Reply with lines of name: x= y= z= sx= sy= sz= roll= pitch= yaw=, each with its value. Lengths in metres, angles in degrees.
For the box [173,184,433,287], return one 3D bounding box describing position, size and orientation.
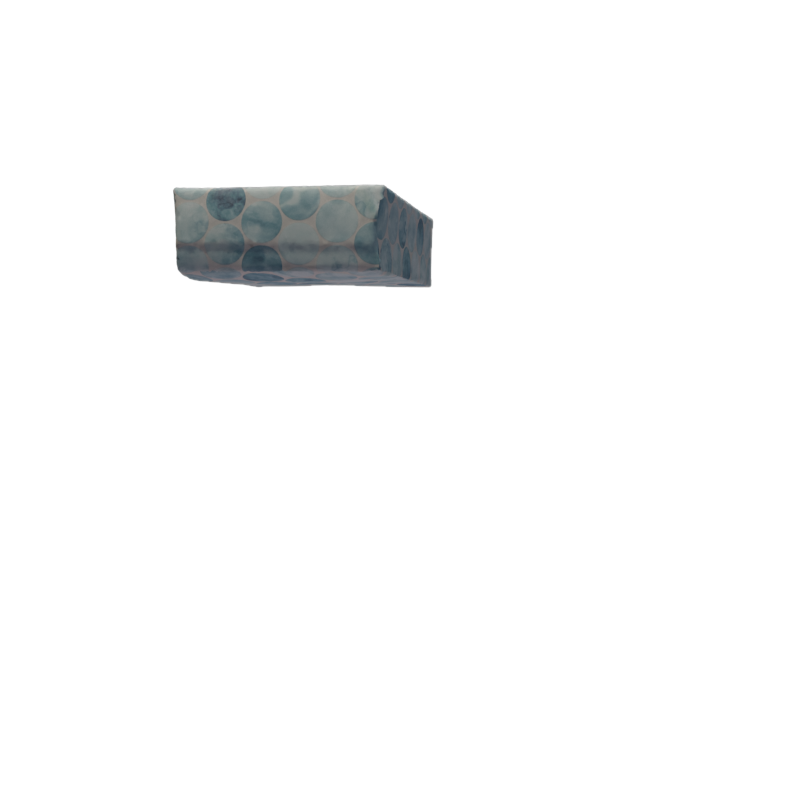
box: x=-0.039 y=-0.070 z=0.490 sx=0.091 sy=0.039 sz=0.111 roll=1 pitch=3 yaw=13
